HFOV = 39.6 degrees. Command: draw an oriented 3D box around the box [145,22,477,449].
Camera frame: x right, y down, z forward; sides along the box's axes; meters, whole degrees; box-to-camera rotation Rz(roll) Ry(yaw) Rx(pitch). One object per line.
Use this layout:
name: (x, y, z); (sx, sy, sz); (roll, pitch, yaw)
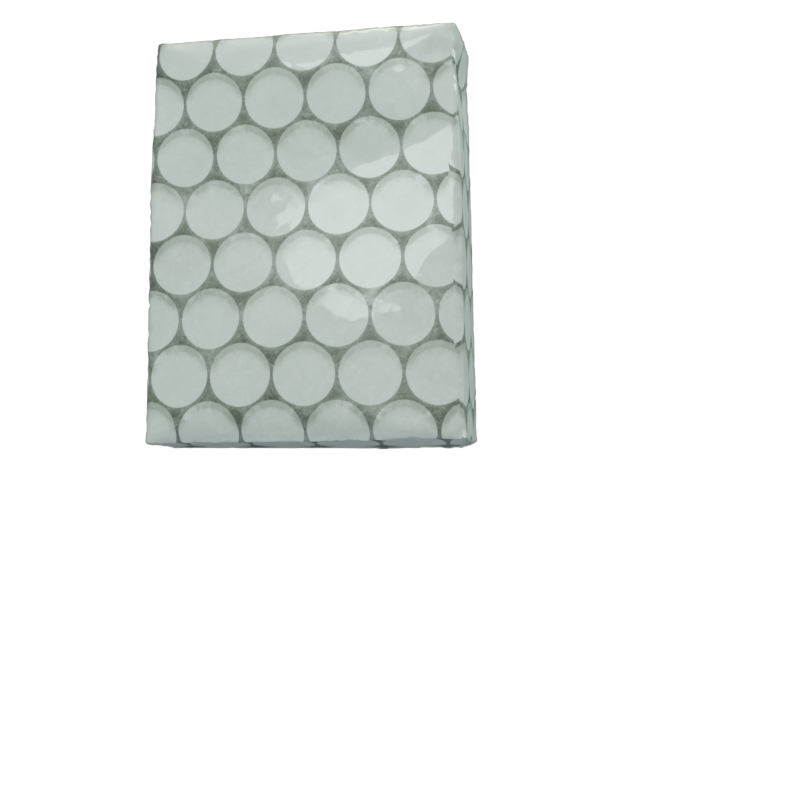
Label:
box: (-0.046, -0.083, 0.584); (0.166, 0.219, 0.069); (-2, -9, 11)
